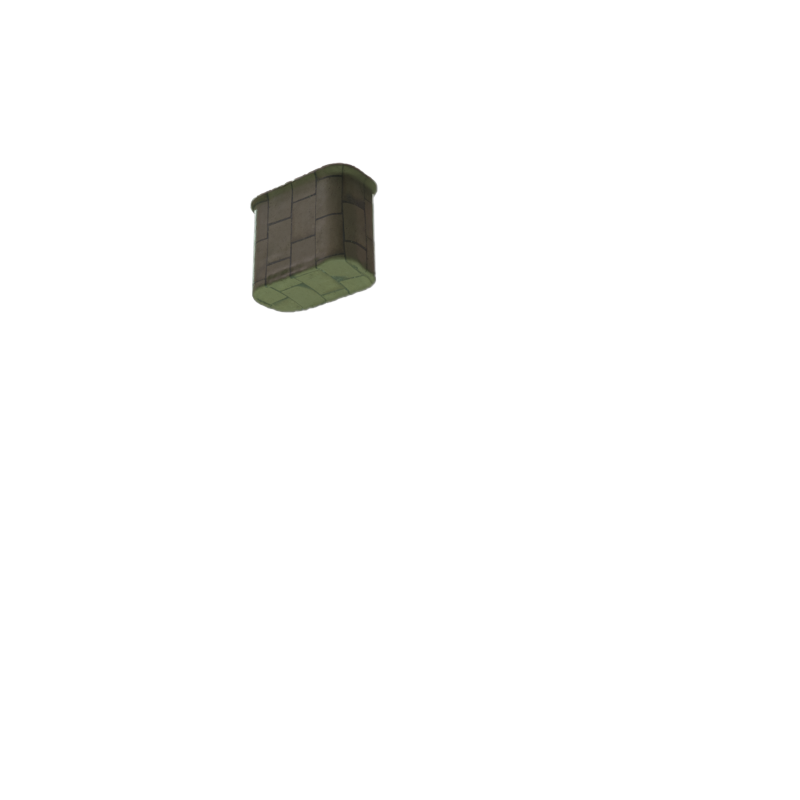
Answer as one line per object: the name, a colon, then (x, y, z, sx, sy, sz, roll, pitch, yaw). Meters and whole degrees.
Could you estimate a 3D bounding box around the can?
can: (-0.066, -0.121, 0.848, 0.103, 0.089, 0.053, -18, -31, 31)
